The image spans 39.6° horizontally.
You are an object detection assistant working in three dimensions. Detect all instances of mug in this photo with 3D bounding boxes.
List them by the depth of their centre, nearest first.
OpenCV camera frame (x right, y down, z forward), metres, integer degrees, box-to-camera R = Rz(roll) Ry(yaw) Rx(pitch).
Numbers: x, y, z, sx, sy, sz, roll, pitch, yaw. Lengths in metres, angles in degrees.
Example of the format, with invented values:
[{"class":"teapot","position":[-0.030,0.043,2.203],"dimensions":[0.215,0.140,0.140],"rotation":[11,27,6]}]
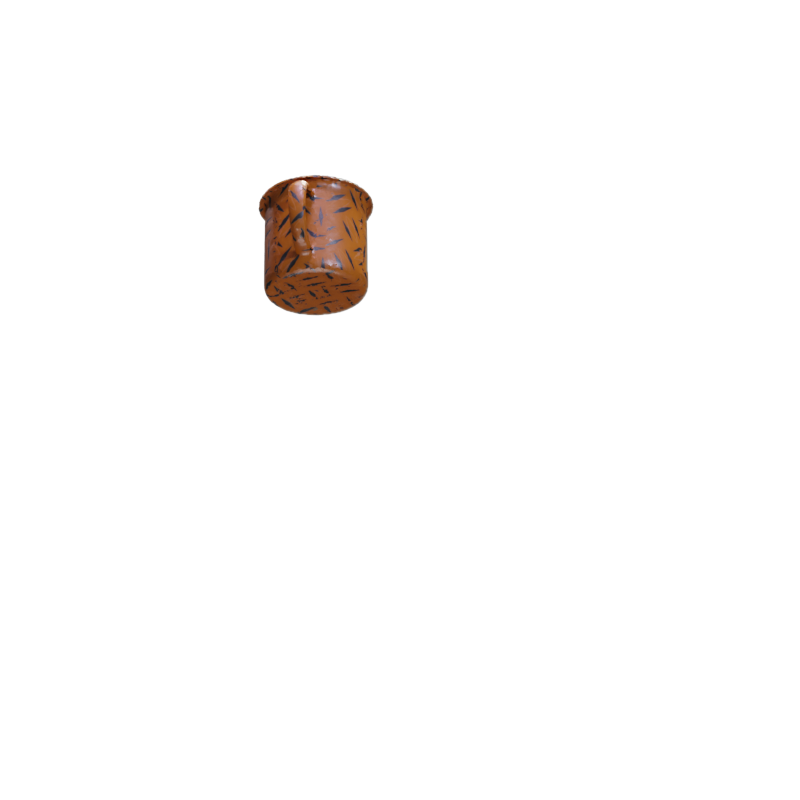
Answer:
[{"class":"mug","position":[-0.068,-0.124,0.871],"dimensions":[0.094,0.087,0.109],"rotation":[-4,-26,6]}]
